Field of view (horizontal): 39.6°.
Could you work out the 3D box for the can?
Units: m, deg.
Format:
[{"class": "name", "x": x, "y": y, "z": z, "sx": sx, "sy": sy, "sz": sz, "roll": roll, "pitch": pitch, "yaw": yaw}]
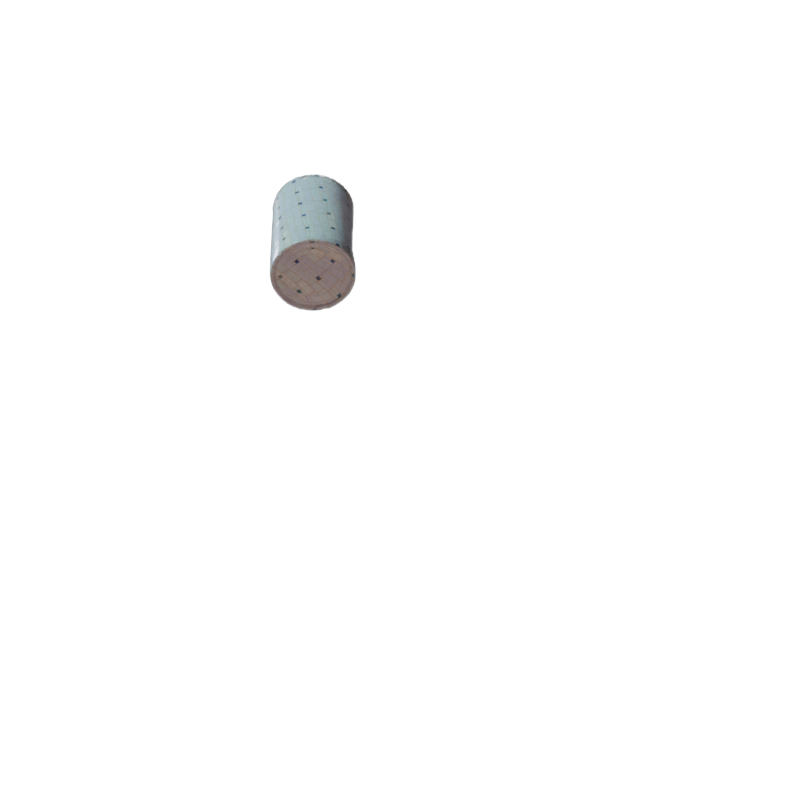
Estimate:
[{"class": "can", "x": -0.069, "y": -0.126, "z": 0.884, "sx": 0.068, "sy": 0.064, "sz": 0.109, "roll": -1, "pitch": 36, "yaw": -3}]
